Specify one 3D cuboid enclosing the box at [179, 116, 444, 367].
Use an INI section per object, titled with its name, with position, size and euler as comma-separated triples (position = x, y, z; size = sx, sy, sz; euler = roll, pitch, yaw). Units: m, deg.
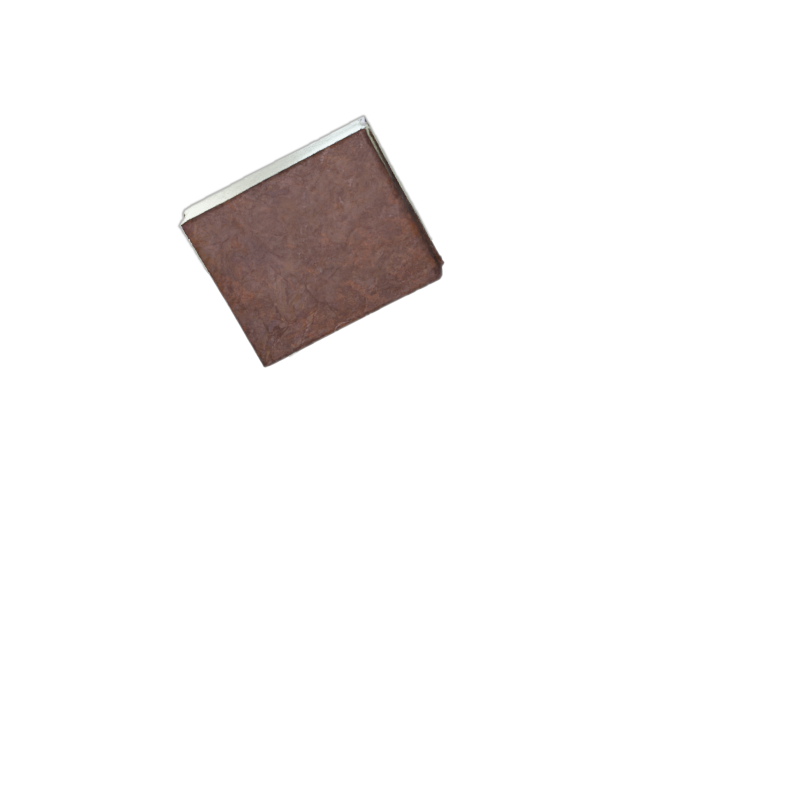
[box]
position = -0.037, -0.067, 0.469
size = 0.089, 0.070, 0.031
euler = -27, 17, 8
